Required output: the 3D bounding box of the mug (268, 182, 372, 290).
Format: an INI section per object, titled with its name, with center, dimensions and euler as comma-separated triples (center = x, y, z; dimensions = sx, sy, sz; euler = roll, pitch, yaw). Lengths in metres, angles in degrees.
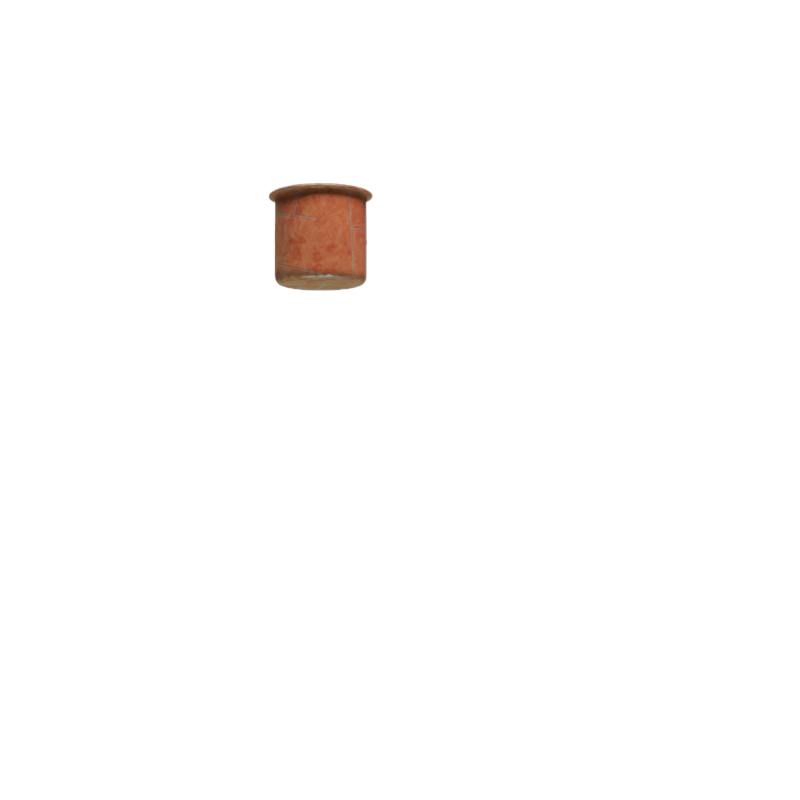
[mug]
center = -0.078, -0.142, 0.995
dimensions = 0.089, 0.083, 0.120
euler = 4, -7, -36
